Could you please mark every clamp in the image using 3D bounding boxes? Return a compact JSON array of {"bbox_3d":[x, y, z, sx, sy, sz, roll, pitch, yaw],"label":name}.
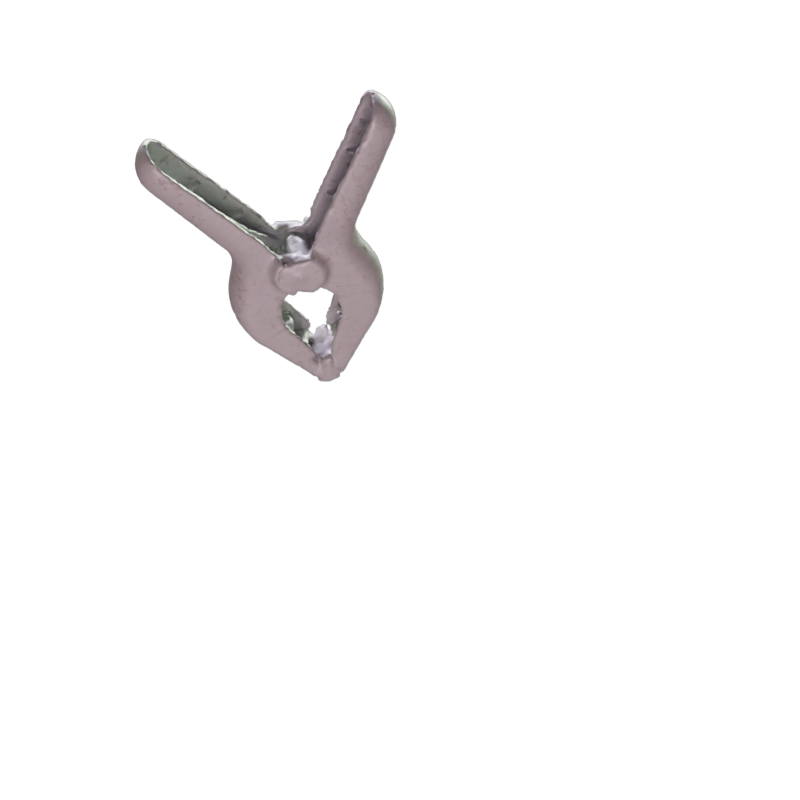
[{"bbox_3d":[-0.043,-0.078,0.548,0.121,0.042,0.158,-13,-43,14],"label":"clamp"}]
